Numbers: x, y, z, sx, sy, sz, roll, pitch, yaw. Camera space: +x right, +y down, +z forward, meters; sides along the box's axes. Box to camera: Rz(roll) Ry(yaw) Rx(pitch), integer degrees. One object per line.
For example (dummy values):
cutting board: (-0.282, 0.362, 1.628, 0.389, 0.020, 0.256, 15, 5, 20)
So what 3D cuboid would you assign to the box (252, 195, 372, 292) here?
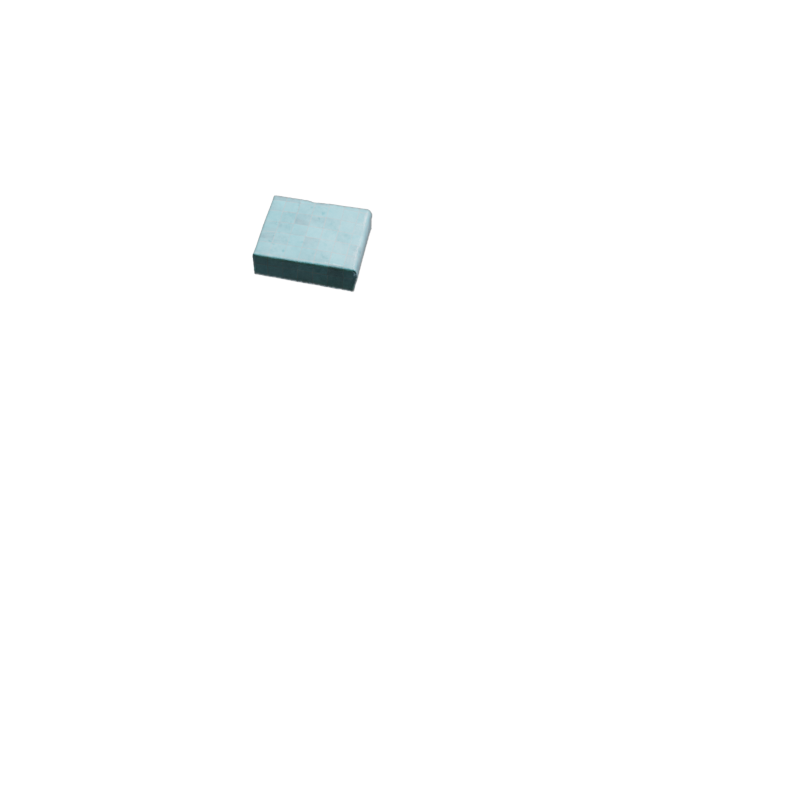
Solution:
box: (-0.074, -0.135, 0.944, 0.090, 0.077, 0.028, 9, -39, 7)
